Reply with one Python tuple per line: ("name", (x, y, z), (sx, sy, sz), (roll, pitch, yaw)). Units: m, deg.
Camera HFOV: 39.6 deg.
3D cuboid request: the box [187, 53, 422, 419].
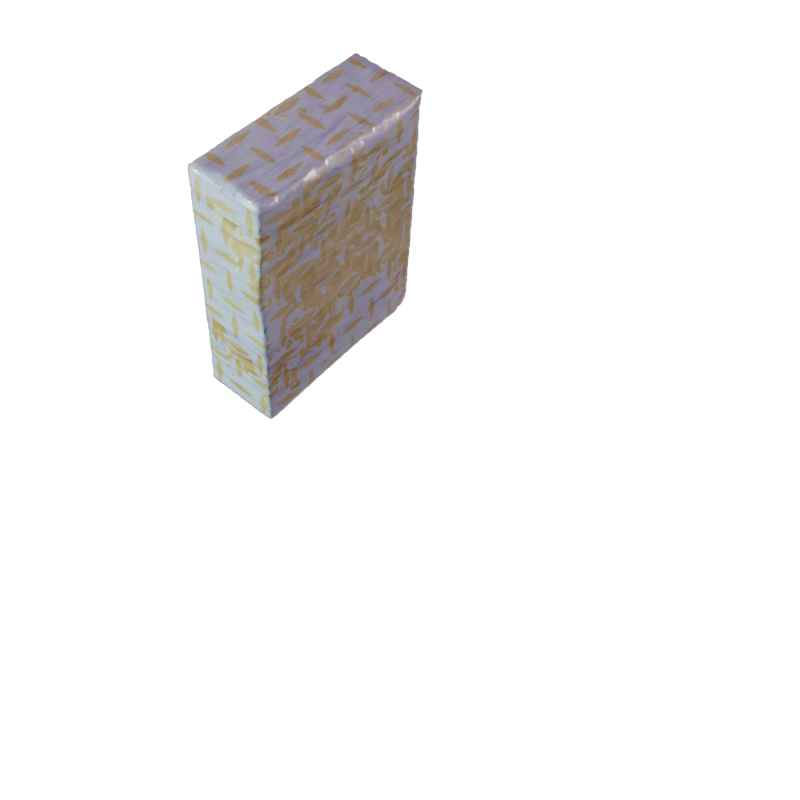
("box", (-0.062, -0.113, 0.790), (0.076, 0.199, 0.166), (33, 56, 22))
